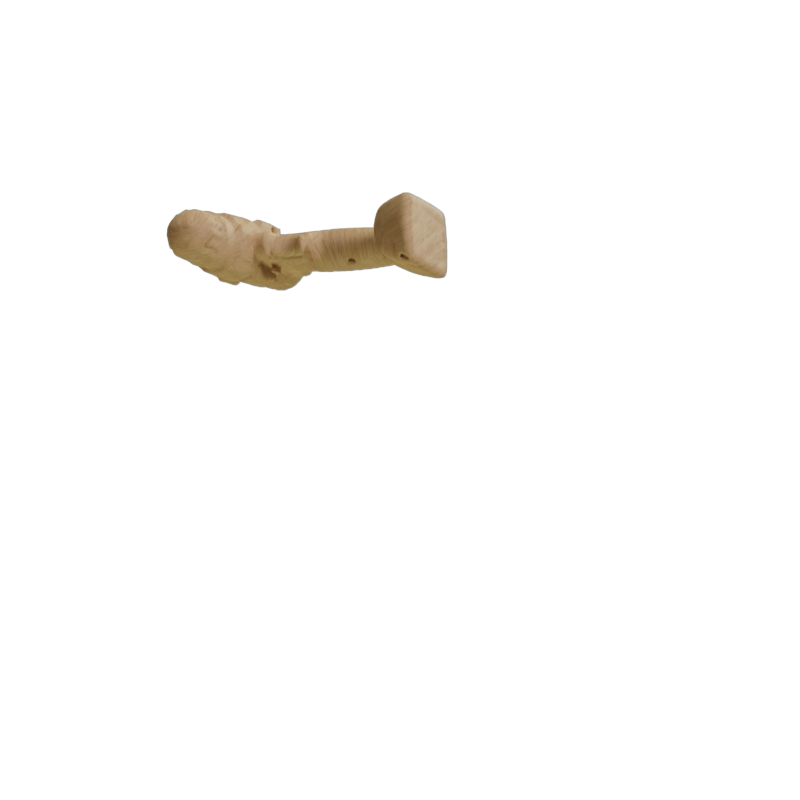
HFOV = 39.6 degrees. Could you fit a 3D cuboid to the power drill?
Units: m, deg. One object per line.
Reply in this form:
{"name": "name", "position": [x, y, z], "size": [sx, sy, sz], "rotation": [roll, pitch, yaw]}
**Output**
{"name": "power drill", "position": [-0.068, -0.125, 0.875], "size": [0.193, 0.058, 0.177], "rotation": [-1, -2, 23]}
